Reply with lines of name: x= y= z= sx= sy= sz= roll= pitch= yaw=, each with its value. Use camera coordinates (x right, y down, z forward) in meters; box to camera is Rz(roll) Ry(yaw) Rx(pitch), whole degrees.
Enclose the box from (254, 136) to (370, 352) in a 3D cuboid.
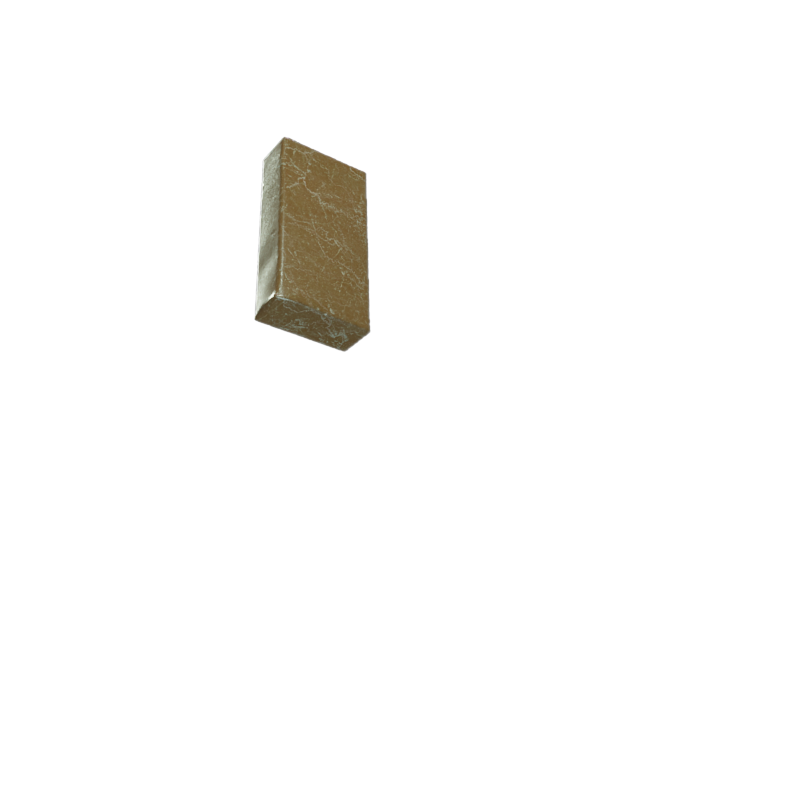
box: x=-0.075 y=-0.137 z=0.962 sx=0.089 sy=0.189 sz=0.047 roll=20 pitch=-42 yaw=-27
